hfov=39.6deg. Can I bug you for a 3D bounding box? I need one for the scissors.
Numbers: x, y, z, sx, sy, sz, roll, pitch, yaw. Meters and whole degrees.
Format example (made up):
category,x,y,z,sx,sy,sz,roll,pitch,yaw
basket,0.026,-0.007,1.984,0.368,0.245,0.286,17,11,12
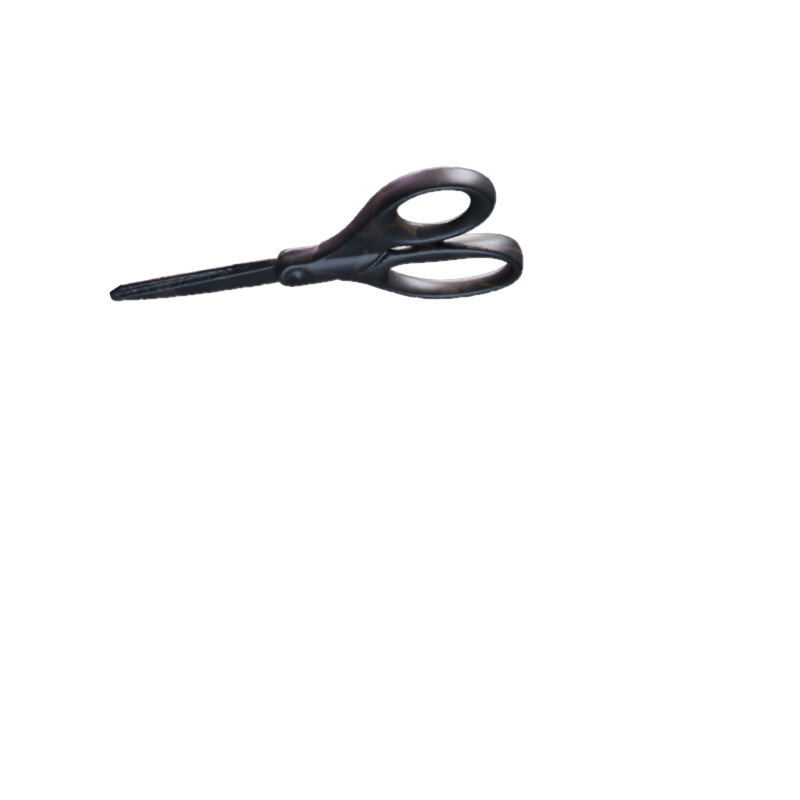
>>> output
category,x,y,z,sx,sy,sz,roll,pitch,yaw
scissors,-0.041,-0.074,0.519,0.201,0.017,0.090,1,-34,-1
